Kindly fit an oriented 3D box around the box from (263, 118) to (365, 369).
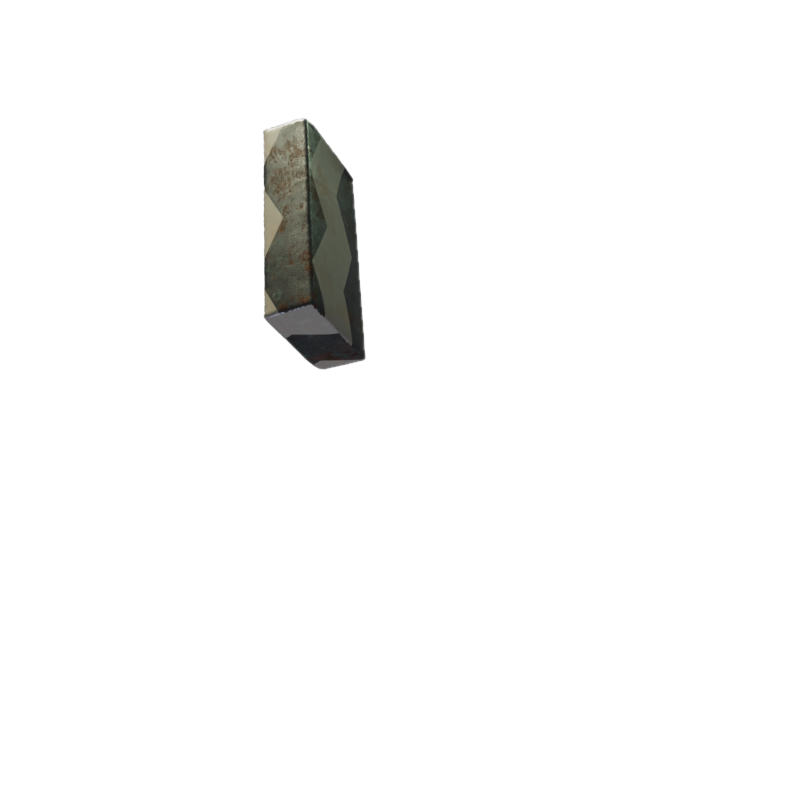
[{"bbox_3d":[-0.066,-0.121,0.848,0.049,0.188,0.086,-15,-34,19],"label":"box"}]
